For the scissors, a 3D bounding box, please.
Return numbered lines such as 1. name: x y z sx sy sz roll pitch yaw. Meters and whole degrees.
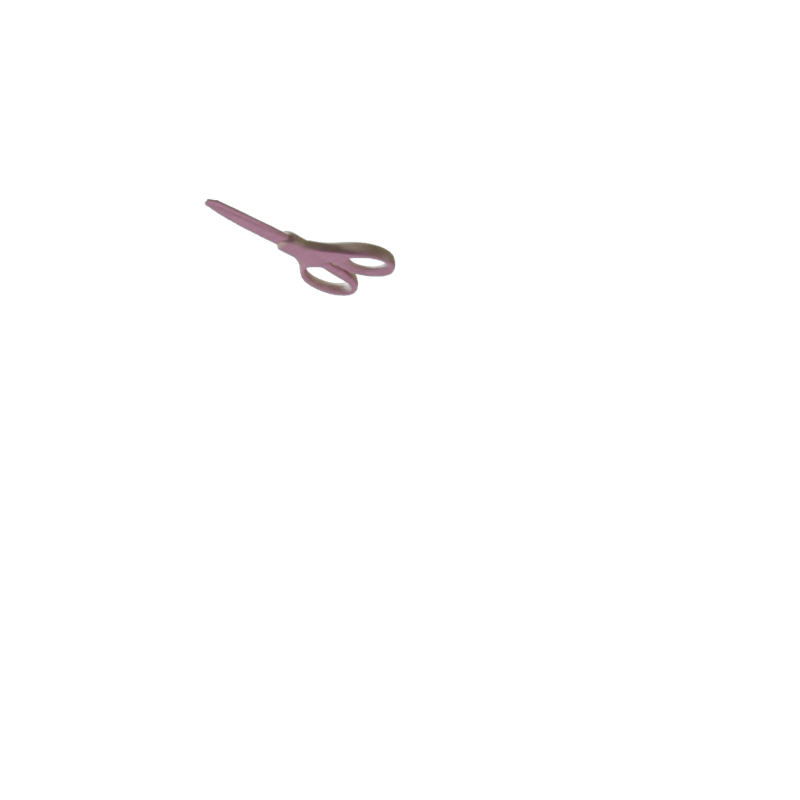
1. scissors: -0.074 -0.135 0.945 0.098 0.017 0.188 -9 -22 23
